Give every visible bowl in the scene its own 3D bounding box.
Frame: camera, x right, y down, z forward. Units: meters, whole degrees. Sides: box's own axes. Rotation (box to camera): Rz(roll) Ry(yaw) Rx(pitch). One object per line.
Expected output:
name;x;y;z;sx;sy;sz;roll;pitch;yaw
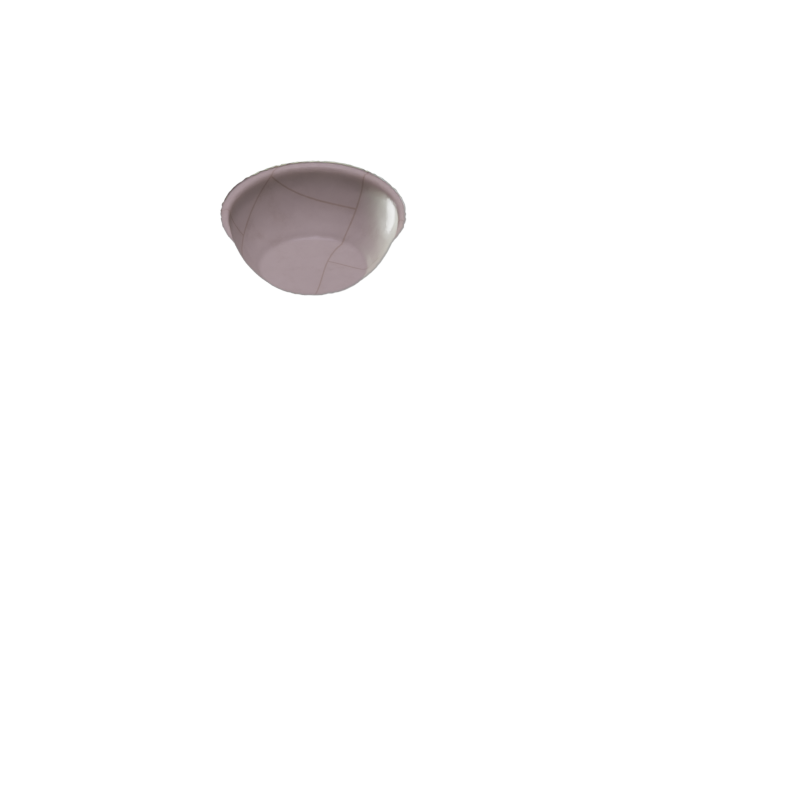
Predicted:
bowl;-0.074;-0.136;0.951;0.162;0.059;0.152;1;-28;-2
